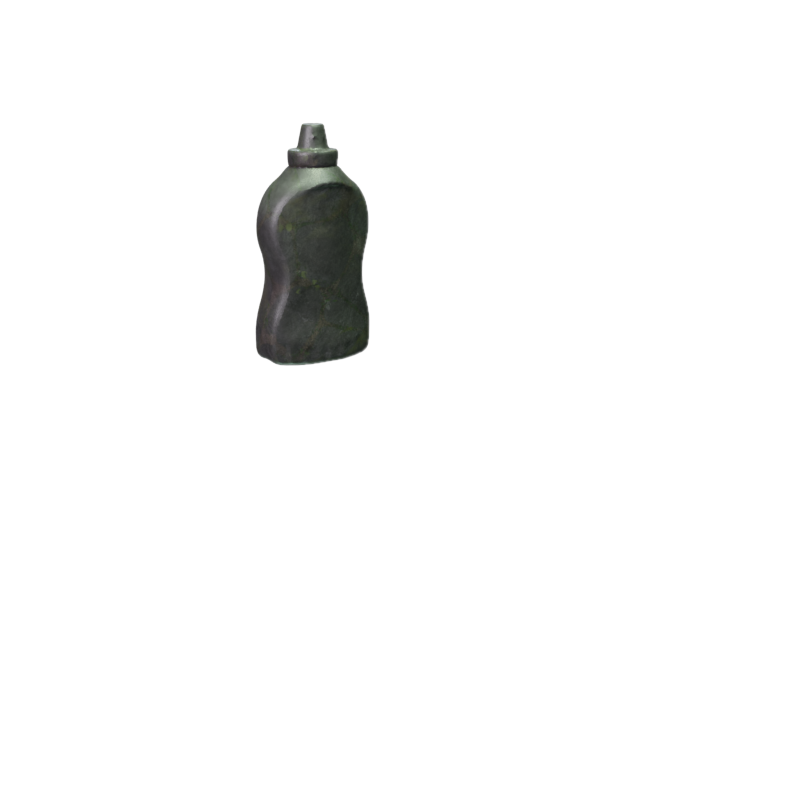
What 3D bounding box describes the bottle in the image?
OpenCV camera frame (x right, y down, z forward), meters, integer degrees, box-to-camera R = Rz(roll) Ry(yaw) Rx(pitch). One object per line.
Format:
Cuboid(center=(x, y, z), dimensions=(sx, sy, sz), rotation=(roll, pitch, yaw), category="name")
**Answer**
Cuboid(center=(-0.071, -0.129, 0.904), dimensions=(0.093, 0.187, 0.061), rotation=(-7, 13, -31), category="bottle")
